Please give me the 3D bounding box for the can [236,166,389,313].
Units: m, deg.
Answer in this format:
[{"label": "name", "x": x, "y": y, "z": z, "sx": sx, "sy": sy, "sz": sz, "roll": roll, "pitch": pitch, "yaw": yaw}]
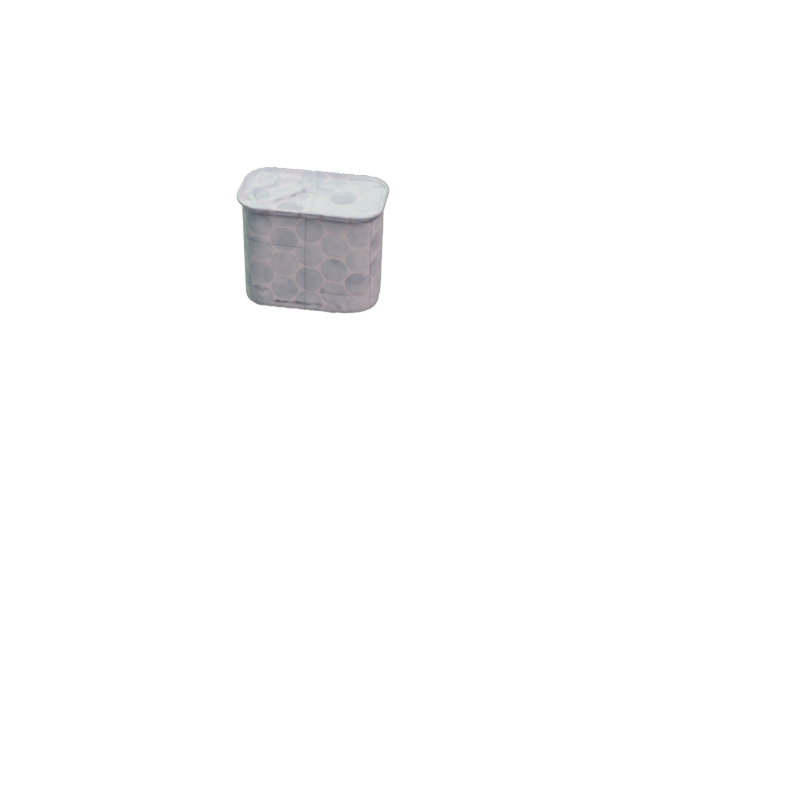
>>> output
[{"label": "can", "x": -0.061, "y": -0.111, "z": 0.778, "sx": 0.103, "sy": 0.078, "sz": 0.061, "roll": 7, "pitch": 37, "yaw": 7}]
